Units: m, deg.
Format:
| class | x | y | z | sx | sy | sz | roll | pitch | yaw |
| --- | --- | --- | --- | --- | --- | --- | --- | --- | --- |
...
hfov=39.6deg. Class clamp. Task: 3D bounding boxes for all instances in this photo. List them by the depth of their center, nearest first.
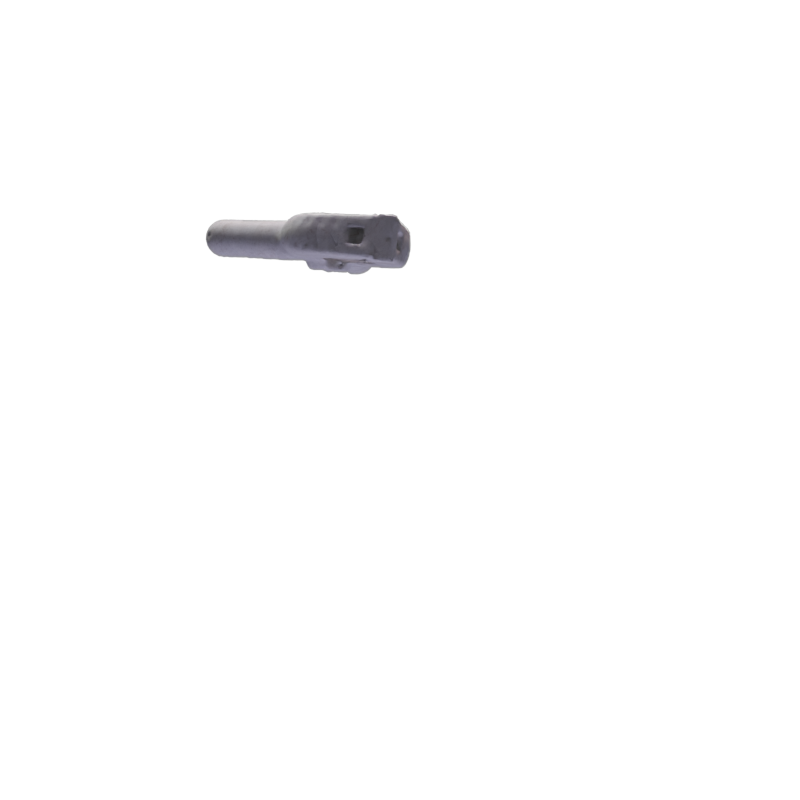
| class | x | y | z | sx | sy | sz | roll | pitch | yaw |
| --- | --- | --- | --- | --- | --- | --- | --- | --- | --- |
| clamp | -0.055 | -0.100 | 0.698 | 0.118 | 0.039 | 0.174 | 0 | 2 | -16 |
